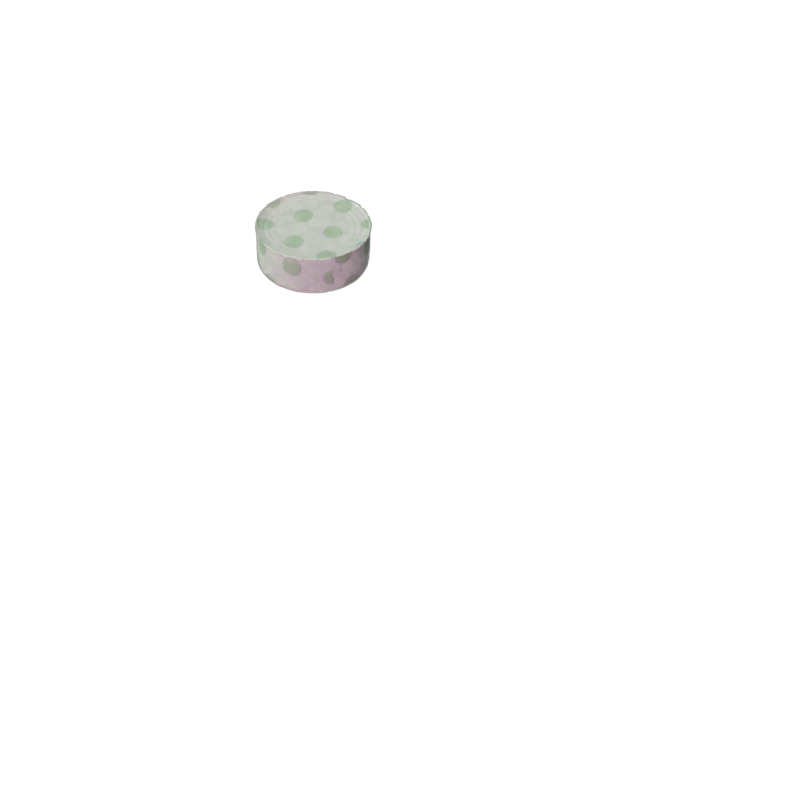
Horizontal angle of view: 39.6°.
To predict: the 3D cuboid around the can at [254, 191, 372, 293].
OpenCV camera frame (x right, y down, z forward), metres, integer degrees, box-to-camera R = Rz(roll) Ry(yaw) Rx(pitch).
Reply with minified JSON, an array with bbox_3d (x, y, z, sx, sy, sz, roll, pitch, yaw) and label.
[{"bbox_3d":[-0.064,-0.117,0.821,0.086,0.031,0.092,-1,41,-2],"label":"can"}]
